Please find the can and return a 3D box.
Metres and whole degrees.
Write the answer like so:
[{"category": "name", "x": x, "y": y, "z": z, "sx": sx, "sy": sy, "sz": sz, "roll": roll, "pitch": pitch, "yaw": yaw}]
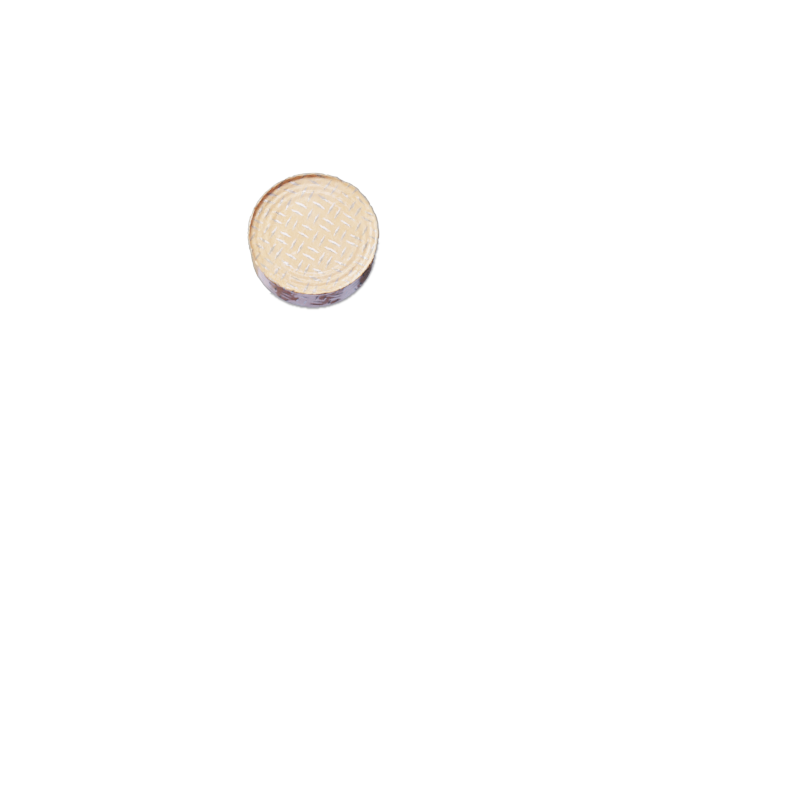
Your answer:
[{"category": "can", "x": -0.058, "y": -0.105, "z": 0.735, "sx": 0.086, "sy": 0.090, "sz": 0.032, "roll": -1, "pitch": -20, "yaw": -1}]
